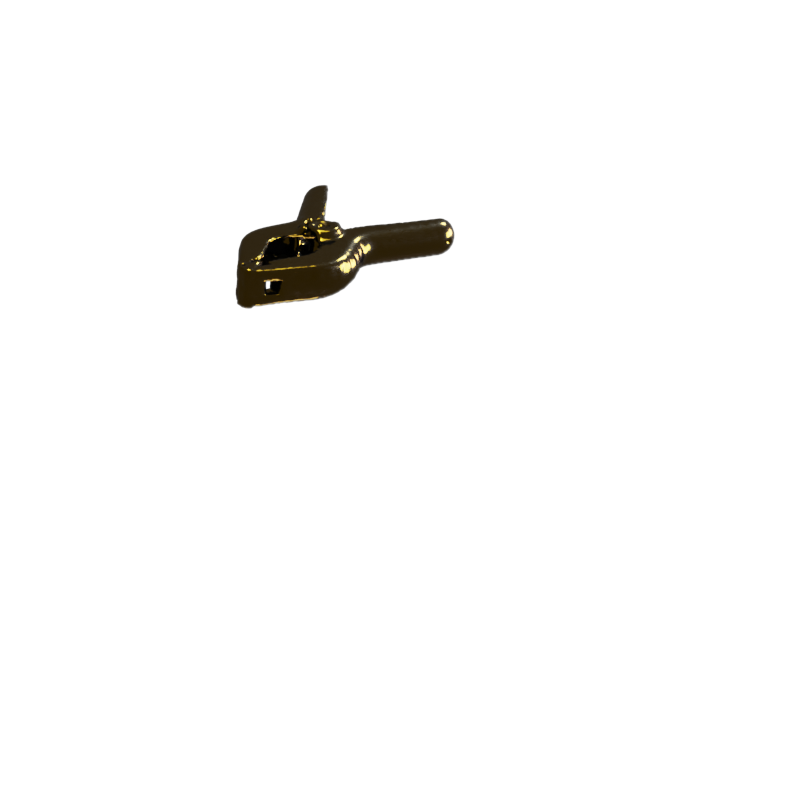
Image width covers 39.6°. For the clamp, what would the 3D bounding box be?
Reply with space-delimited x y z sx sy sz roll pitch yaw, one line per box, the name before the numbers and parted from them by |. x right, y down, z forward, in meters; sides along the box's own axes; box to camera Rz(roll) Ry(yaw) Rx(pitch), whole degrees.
clamp | -0.059 -0.107 0.747 0.127 0.037 0.169 20 31 38
